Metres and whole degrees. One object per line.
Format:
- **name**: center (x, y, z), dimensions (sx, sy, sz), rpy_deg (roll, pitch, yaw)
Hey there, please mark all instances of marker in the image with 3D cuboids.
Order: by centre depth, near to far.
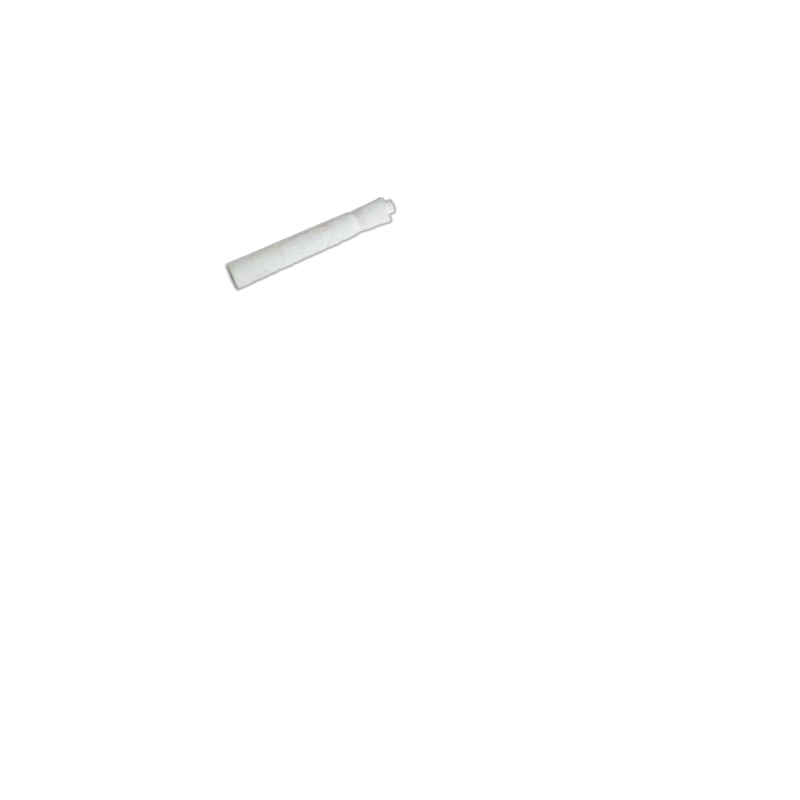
- **marker**: center (-0.059, -0.107, 0.750), dimensions (0.121, 0.019, 0.020), rpy_deg (-25, 8, -8)
